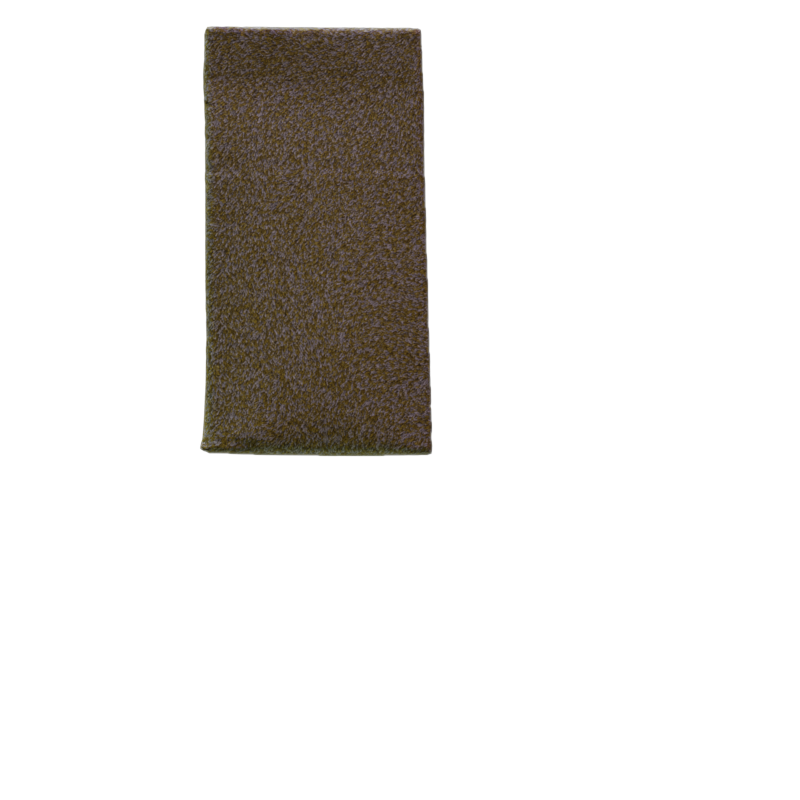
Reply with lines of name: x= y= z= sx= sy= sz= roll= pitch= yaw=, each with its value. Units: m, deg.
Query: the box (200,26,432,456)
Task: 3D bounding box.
box: x=-0.036 y=-0.066 z=0.466 sx=0.093 sy=0.180 sz=0.047 roll=0 pitch=-9 yaw=-4
